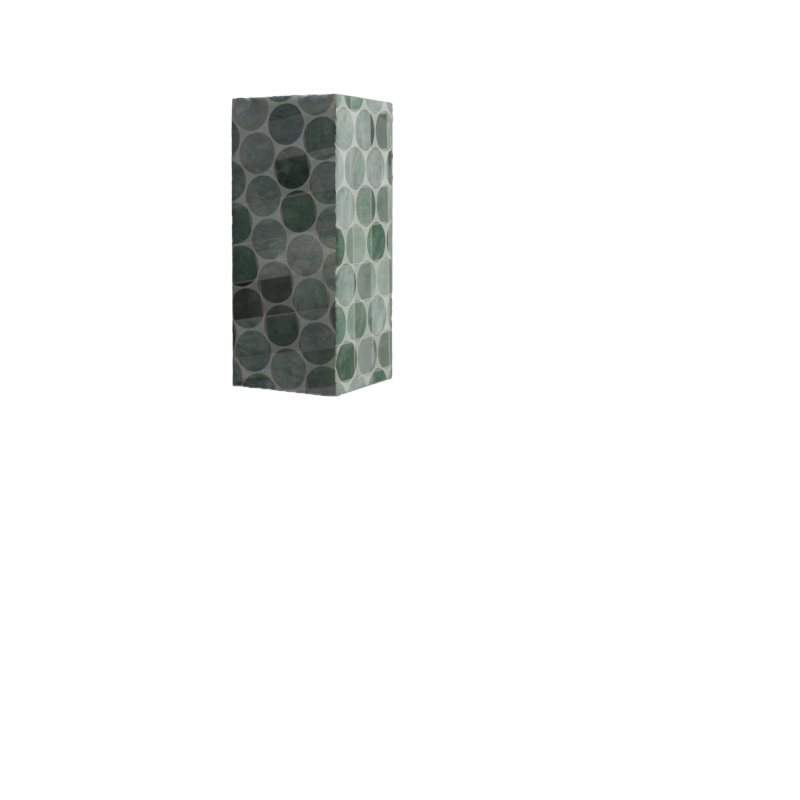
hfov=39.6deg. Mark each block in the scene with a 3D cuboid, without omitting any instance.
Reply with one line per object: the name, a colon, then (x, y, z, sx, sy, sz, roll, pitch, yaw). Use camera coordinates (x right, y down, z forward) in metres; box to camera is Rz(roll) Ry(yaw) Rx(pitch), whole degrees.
block: (-0.064, -0.116, 0.810, 0.093, 0.205, 0.088, 2, 5, 28)
